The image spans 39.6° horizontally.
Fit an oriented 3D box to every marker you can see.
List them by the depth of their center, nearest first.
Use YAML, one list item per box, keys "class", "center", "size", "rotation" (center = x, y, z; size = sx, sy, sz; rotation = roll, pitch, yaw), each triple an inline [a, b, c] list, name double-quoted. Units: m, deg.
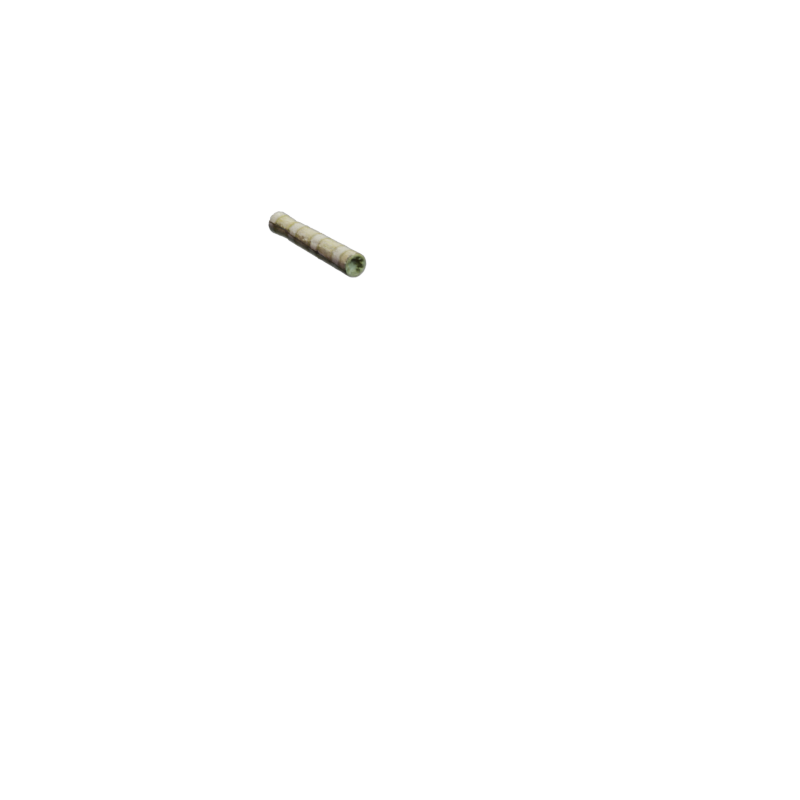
- class: "marker"
  center: [-0.067, -0.121, 0.850]
  size: [0.019, 0.019, 0.129]
  rotation: [-3, 24, -34]
